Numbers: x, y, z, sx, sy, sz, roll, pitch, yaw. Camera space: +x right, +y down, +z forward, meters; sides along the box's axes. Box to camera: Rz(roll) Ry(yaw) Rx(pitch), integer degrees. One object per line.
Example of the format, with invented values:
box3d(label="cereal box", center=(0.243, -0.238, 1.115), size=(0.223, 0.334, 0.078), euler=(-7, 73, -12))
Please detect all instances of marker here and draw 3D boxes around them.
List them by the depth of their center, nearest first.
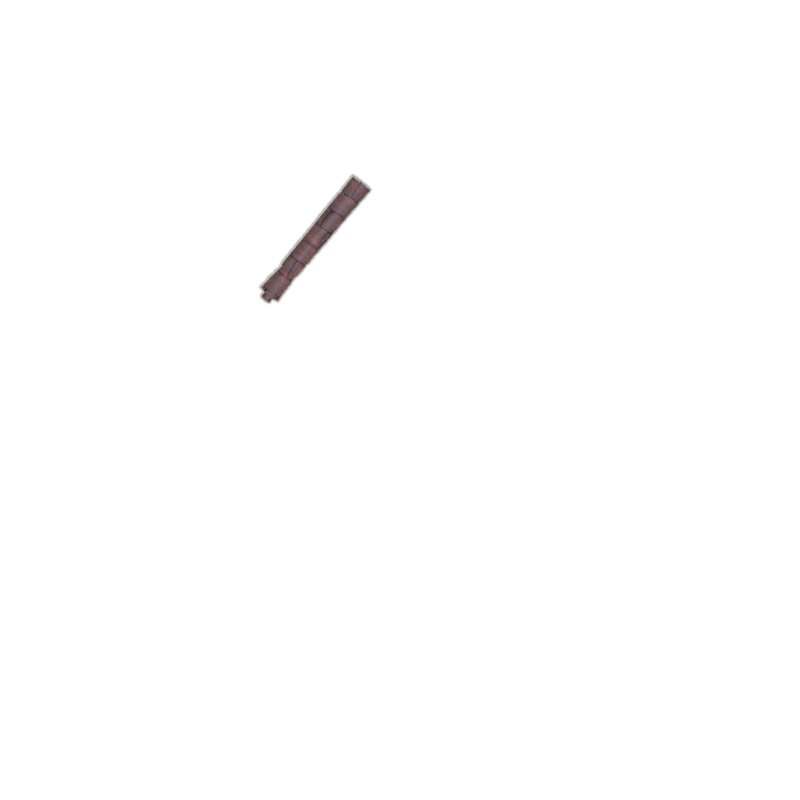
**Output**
box3d(label="marker", center=(-0.068, -0.125, 0.874), size=(0.019, 0.120, 0.020), euler=(39, 7, -10))
